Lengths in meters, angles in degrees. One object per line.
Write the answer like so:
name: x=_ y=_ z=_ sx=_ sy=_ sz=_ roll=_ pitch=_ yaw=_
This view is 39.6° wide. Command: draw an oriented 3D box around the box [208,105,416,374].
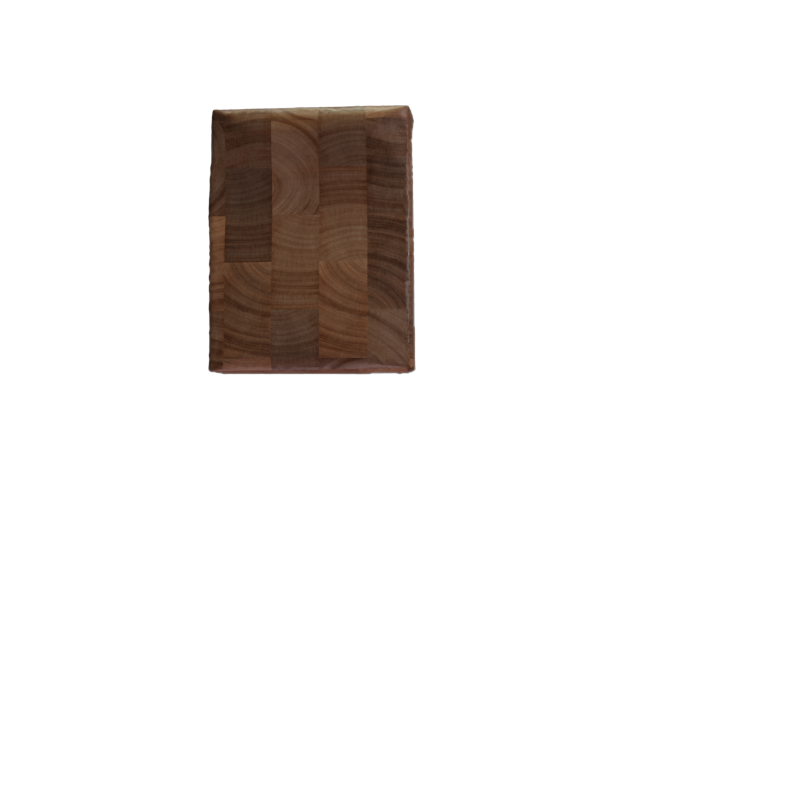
box: x=-0.071 y=-0.129 z=0.902 sx=0.165 sy=0.217 sz=0.070 roll=-1 pitch=-5 yaw=5
